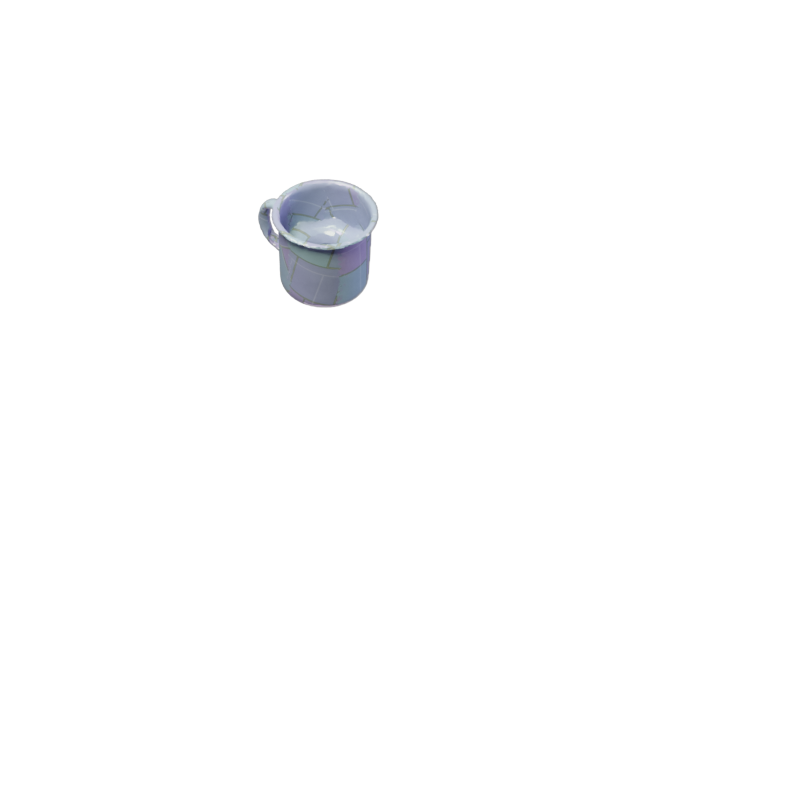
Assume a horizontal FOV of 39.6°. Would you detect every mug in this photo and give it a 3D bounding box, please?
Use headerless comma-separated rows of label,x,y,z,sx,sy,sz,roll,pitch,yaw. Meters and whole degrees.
mug,-0.078,-0.142,0.993,0.122,0.076,0.096,24,50,20
